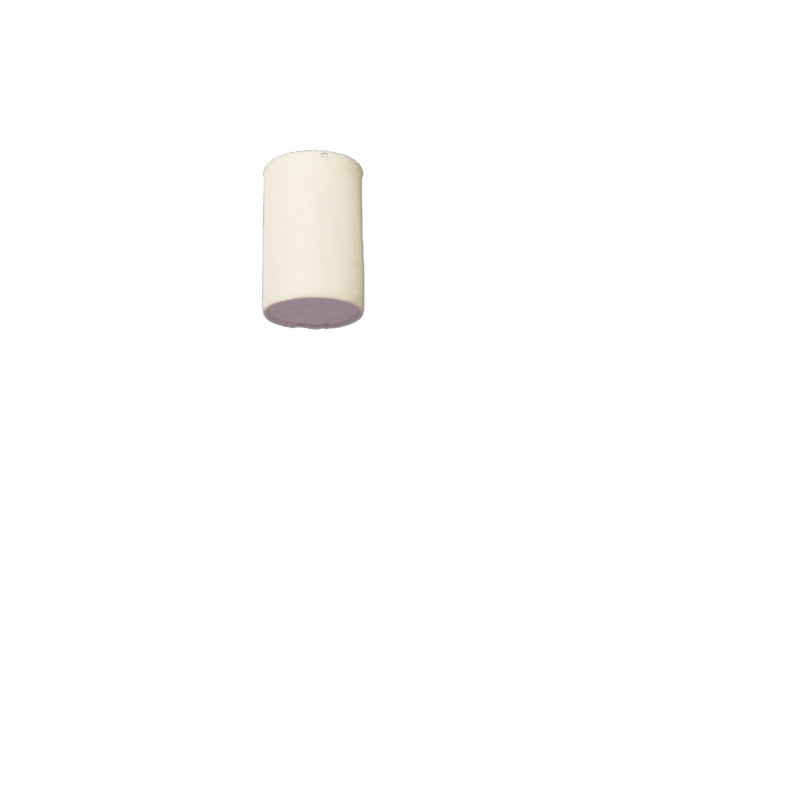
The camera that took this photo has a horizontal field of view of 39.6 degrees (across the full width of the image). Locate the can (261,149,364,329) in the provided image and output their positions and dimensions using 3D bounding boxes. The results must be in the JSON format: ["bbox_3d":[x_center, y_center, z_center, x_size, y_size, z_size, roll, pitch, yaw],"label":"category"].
[{"bbox_3d":[-0.057,-0.105,0.732,0.068,0.107,0.065,0,-20,-2],"label":"can"}]
